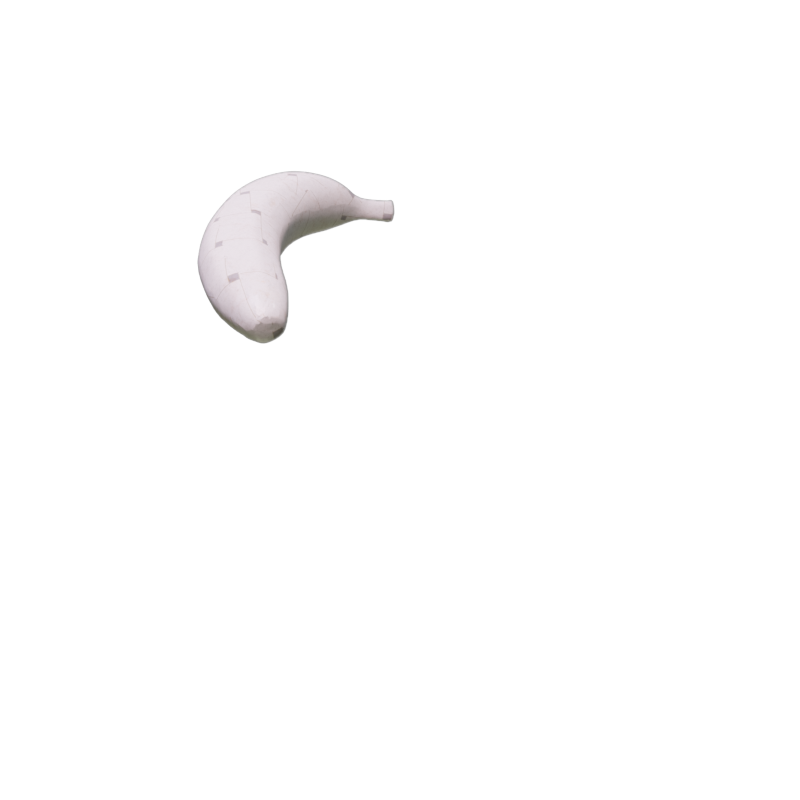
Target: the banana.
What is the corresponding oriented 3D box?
[{"bbox_3d":[-0.058,-0.079,0.529,0.071,0.035,0.203,6,26,13],"label":"banana"}]
